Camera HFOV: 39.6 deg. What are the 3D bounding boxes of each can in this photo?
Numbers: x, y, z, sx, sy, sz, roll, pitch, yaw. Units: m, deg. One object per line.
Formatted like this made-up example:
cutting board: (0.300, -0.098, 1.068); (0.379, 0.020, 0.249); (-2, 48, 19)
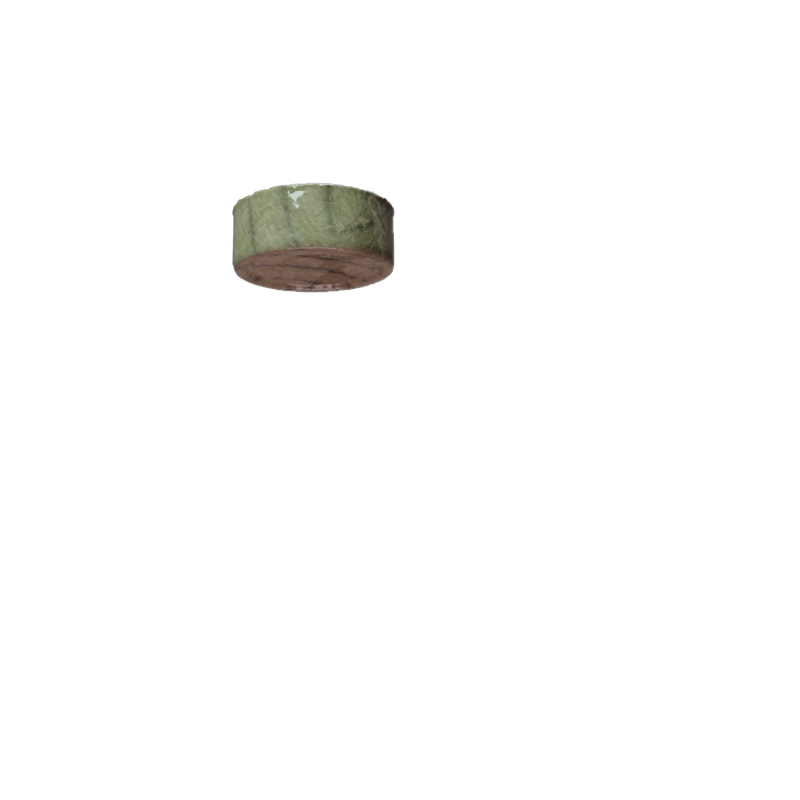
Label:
can: (-0.046, -0.083, 0.581); (0.086, 0.035, 0.083); (0, -11, -2)
